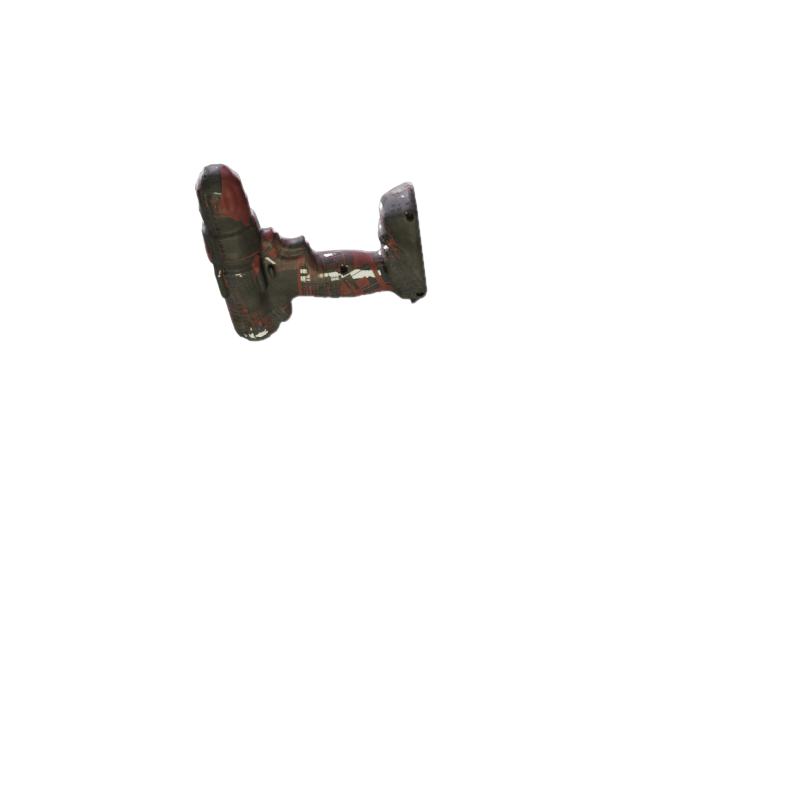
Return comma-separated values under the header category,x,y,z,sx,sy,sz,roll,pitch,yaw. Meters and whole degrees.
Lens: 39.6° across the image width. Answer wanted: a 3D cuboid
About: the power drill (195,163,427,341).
category,x,y,z,sx,sy,sz,roll,pitch,yaw
power drill,-0.076,-0.138,0.967,0.189,0.171,0.062,-7,42,6
